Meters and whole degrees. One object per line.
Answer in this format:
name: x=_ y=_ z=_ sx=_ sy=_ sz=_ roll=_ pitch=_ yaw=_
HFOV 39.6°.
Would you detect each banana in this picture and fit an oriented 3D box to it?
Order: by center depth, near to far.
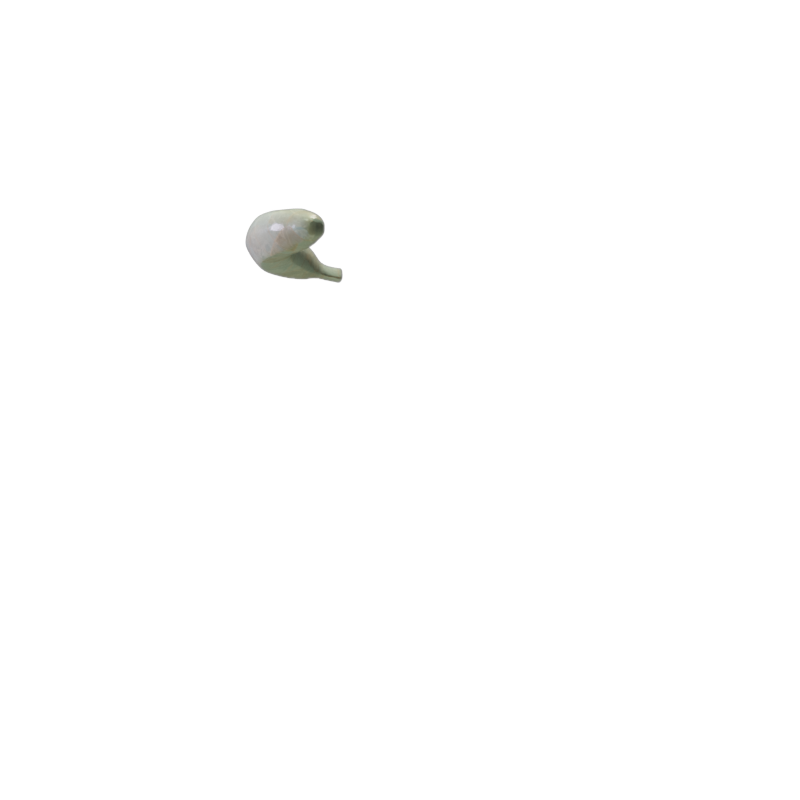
banana: x=-0.084 y=-0.119 z=0.843 sx=0.070 sy=0.037 sz=0.194 roll=0 pitch=-2 yaw=2
